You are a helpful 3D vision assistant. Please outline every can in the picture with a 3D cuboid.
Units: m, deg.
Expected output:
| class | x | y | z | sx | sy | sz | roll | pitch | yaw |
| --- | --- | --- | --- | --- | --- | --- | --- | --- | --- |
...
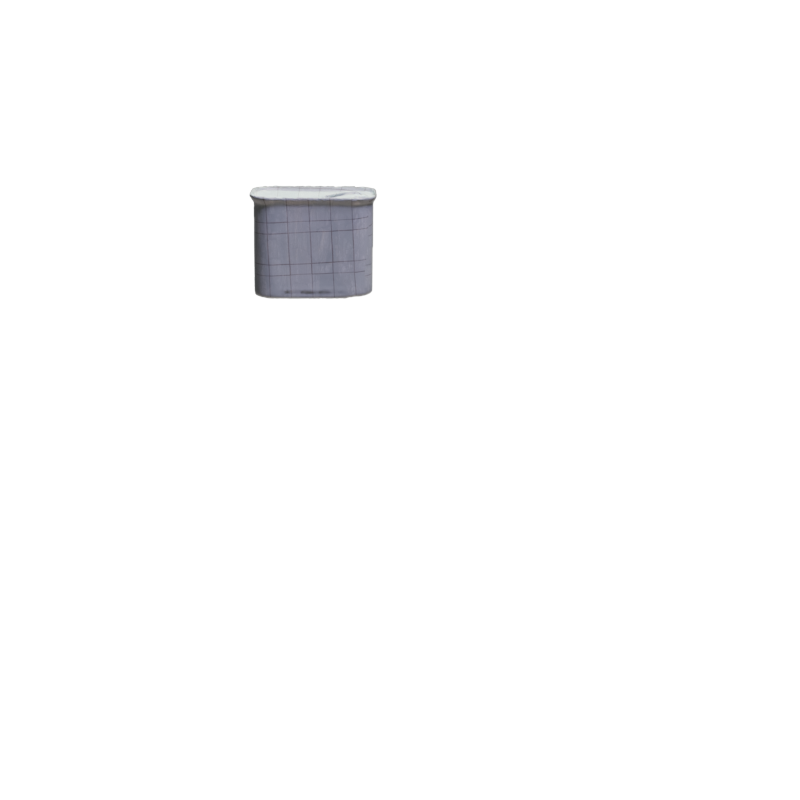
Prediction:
| class | x | y | z | sx | sy | sz | roll | pitch | yaw |
| --- | --- | --- | --- | --- | --- | --- | --- | --- | --- |
| can | -0.071 | -0.129 | 0.903 | 0.102 | 0.081 | 0.059 | 0 | 15 | -1 |
